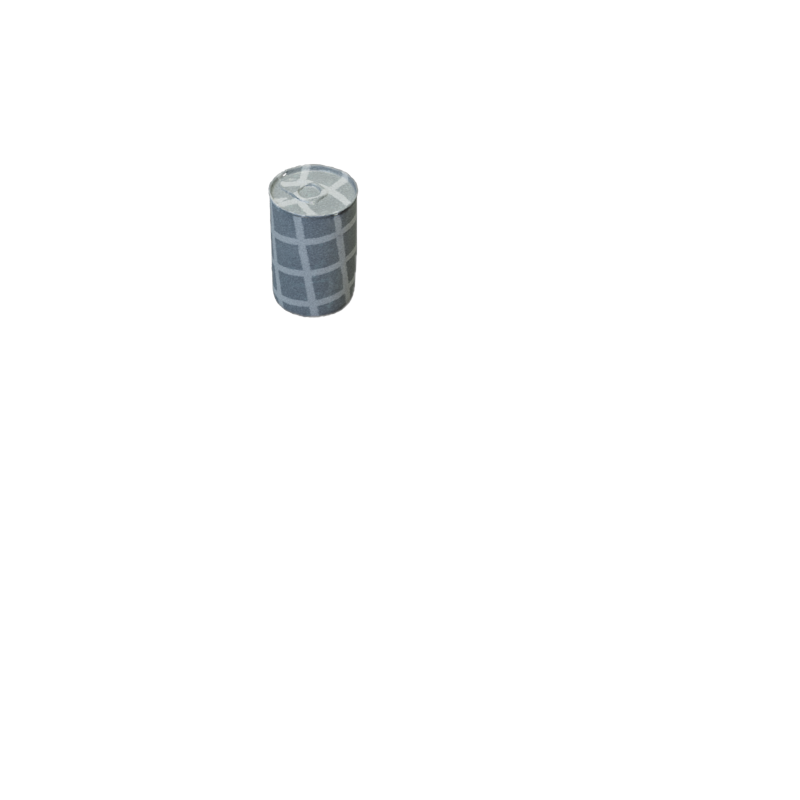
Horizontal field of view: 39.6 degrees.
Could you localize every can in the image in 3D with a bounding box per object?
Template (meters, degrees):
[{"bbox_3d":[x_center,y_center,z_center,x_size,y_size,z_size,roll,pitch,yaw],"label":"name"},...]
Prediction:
[{"bbox_3d":[-0.068,-0.124,0.866,0.068,0.095,0.073,0,42,-3],"label":"can"}]
